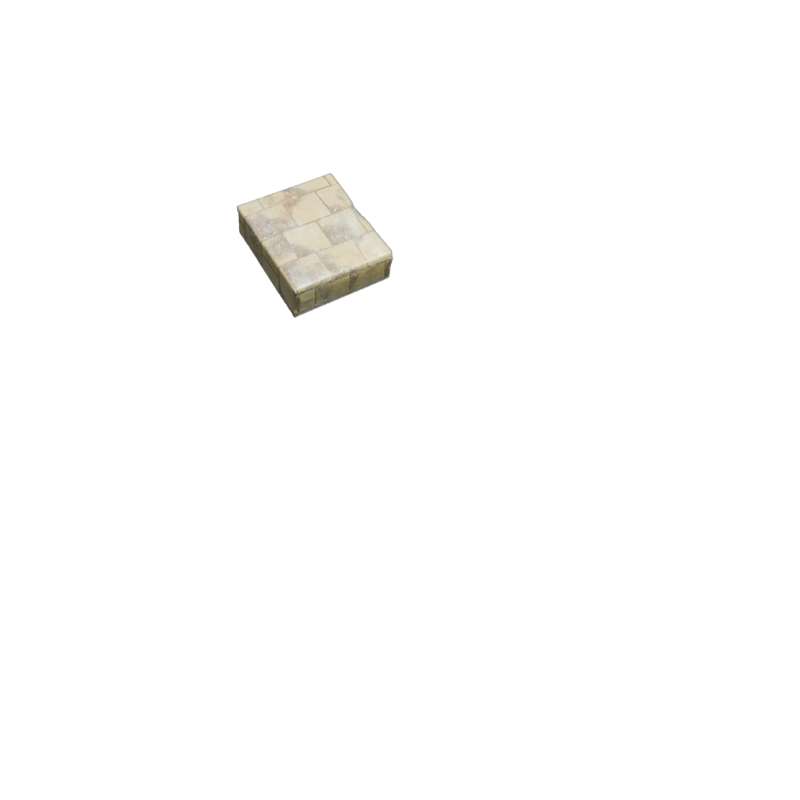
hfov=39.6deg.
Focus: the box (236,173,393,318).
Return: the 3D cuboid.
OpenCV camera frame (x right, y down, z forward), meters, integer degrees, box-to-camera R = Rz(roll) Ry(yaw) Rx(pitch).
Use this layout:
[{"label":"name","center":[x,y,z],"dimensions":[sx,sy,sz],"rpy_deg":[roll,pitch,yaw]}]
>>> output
[{"label":"box","center":[-0.058,-0.106,0.742],"dimensions":[0.073,0.096,0.028],"rpy_deg":[-22,-36,-18]}]
